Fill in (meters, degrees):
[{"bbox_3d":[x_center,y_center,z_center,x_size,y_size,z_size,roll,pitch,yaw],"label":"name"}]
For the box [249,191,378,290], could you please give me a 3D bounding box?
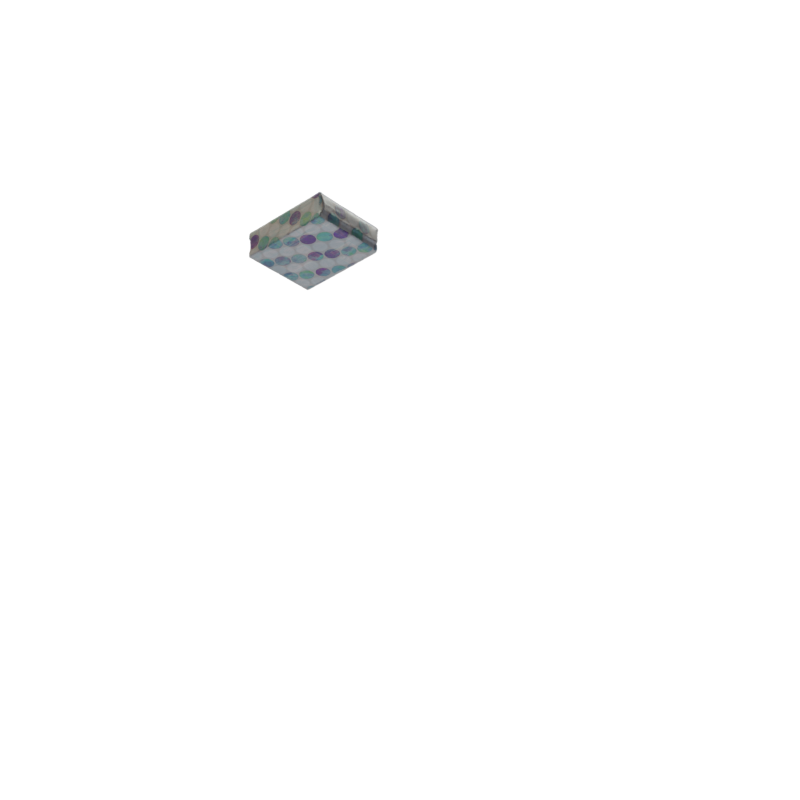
[{"bbox_3d":[-0.075,-0.137,0.962,0.089,0.032,0.068,-25,-39,36],"label":"box"}]
